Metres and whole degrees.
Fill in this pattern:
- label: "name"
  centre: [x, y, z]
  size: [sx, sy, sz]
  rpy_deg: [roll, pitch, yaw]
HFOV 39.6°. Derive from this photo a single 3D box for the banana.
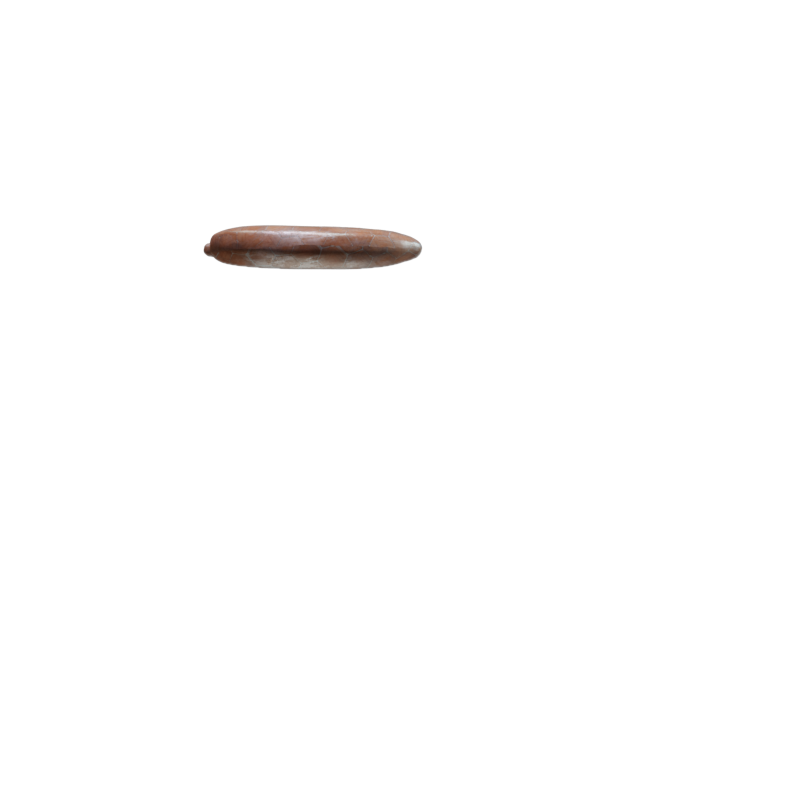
- label: "banana"
  centre: [-0.082, -0.134, 0.960]
  size: [0.200, 0.036, 0.071]
  rpy_deg: [3, 16, 9]
